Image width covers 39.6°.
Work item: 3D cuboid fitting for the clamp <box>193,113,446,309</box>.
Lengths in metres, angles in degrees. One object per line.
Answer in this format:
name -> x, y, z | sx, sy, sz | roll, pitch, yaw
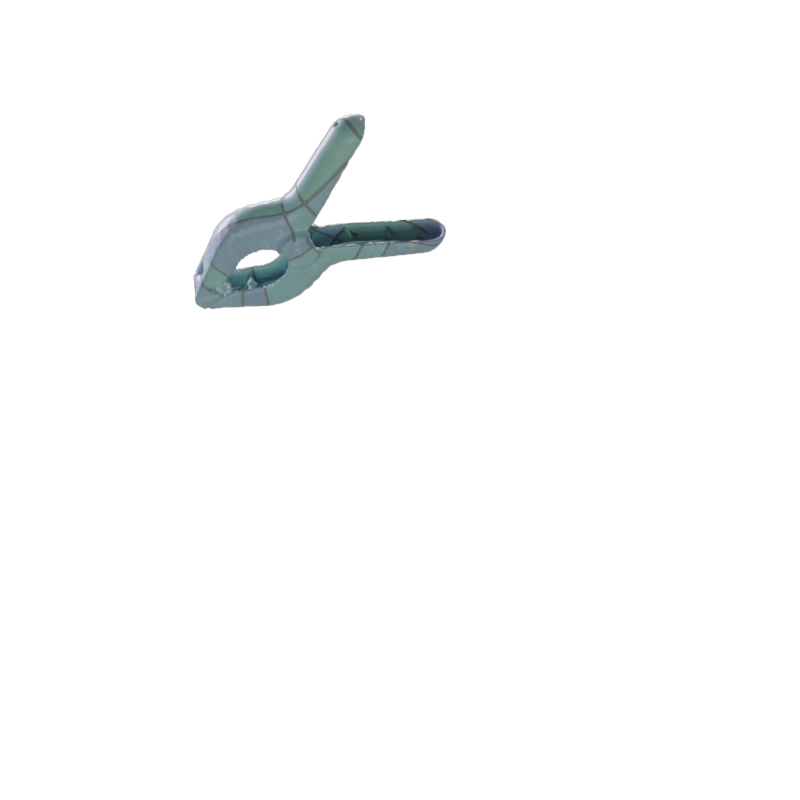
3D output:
clamp -> -0.058, -0.105, 0.737 | 0.170, 0.042, 0.113 | -32, -57, 23
